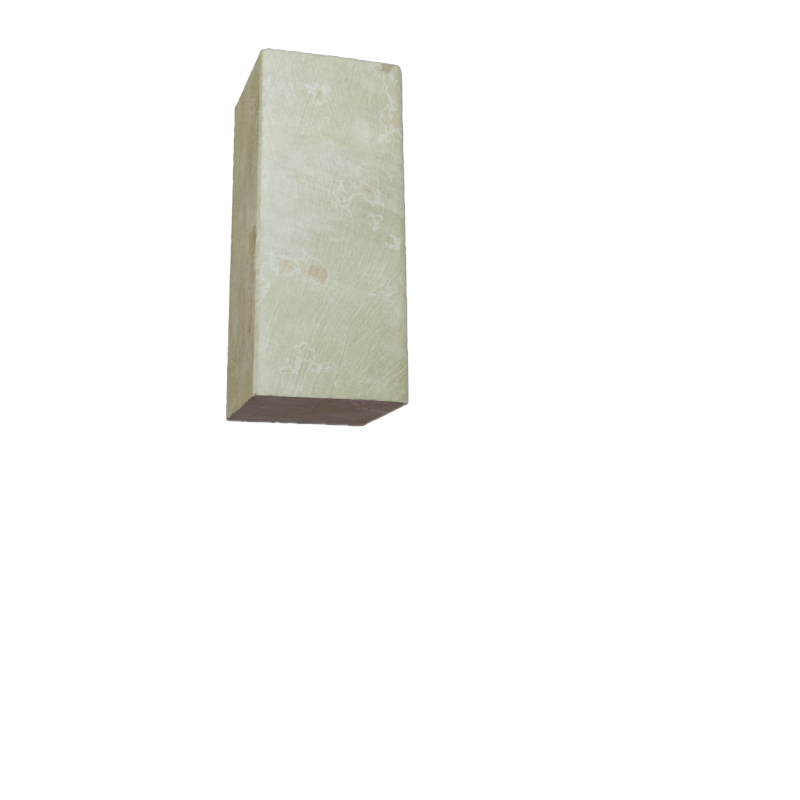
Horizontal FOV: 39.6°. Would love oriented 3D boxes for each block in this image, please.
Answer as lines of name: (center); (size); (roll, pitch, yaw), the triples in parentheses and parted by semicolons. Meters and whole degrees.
block: (-0.052, -0.095, 0.668); (0.088, 0.215, 0.089); (4, -17, -17)
